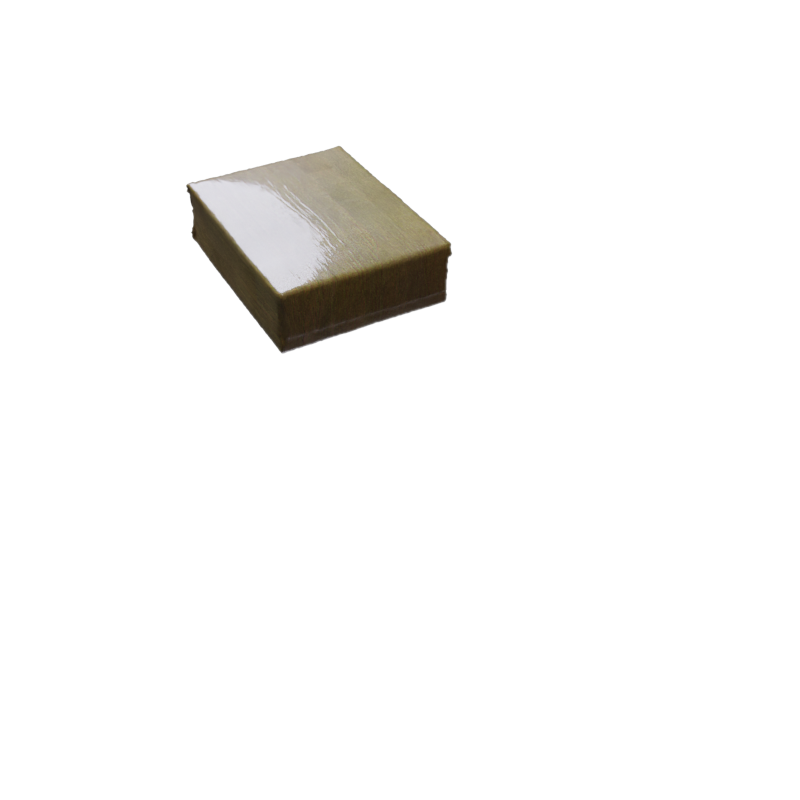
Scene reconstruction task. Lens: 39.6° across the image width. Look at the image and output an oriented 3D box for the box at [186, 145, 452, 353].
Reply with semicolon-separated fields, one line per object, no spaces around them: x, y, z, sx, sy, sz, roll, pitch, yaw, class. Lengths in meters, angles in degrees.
-0.042;-0.078;0.544;0.089;0.036;0.123;-18;40;-24;box
